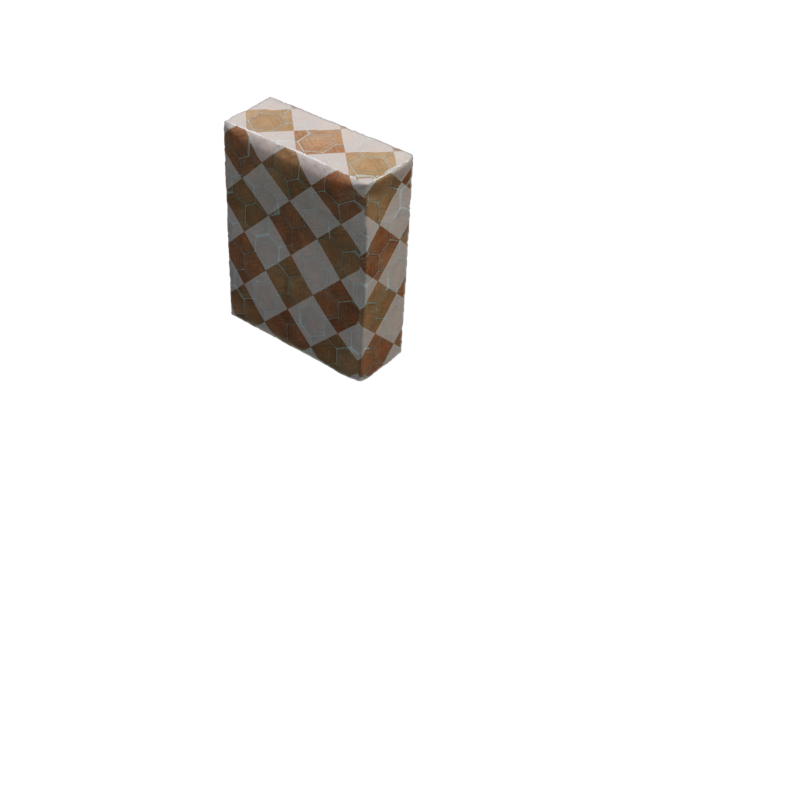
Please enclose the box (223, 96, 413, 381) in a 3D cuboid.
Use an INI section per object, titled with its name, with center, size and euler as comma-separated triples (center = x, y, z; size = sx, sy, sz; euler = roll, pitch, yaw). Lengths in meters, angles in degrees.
[box]
center = -0.078, -0.142, 0.993
size = 0.174, 0.200, 0.072
euler = 28, 44, 30
